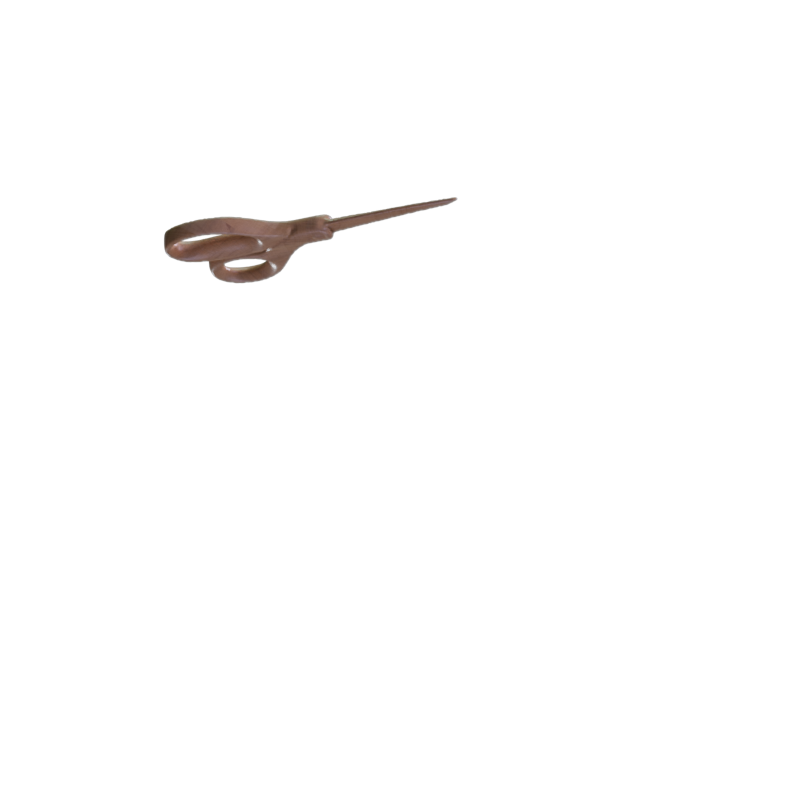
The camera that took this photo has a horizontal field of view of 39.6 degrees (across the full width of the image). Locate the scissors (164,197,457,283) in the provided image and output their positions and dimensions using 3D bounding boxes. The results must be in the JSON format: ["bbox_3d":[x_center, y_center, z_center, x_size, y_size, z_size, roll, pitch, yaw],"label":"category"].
[{"bbox_3d":[-0.059,-0.108,0.755,0.204,0.016,0.091,-3,-18,9],"label":"scissors"}]
